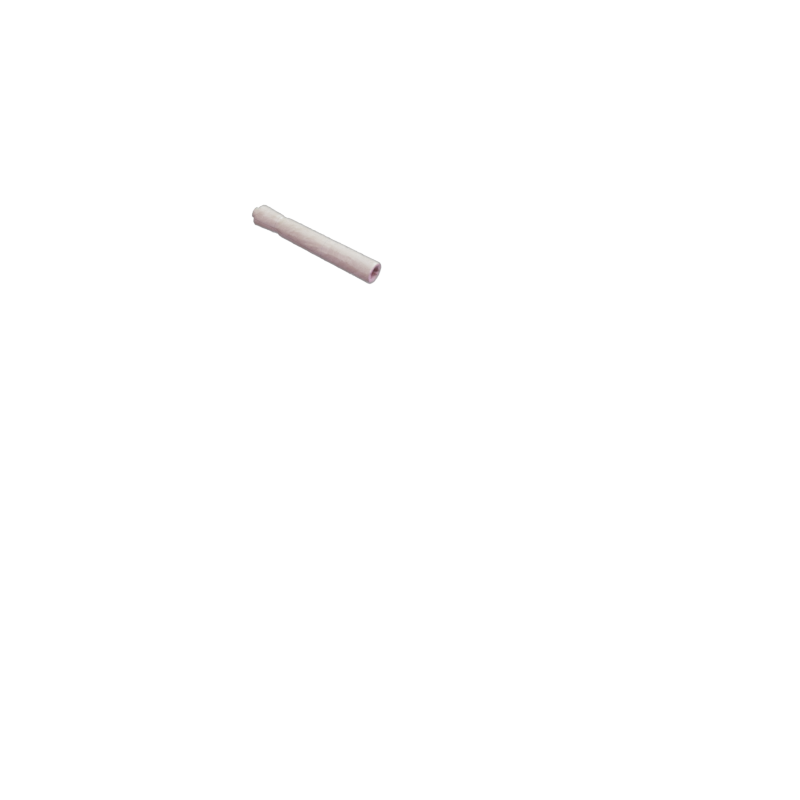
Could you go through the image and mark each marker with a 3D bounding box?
[{"bbox_3d":[-0.070,-0.127,0.893,0.127,0.019,0.019,30,16,25],"label":"marker"}]
